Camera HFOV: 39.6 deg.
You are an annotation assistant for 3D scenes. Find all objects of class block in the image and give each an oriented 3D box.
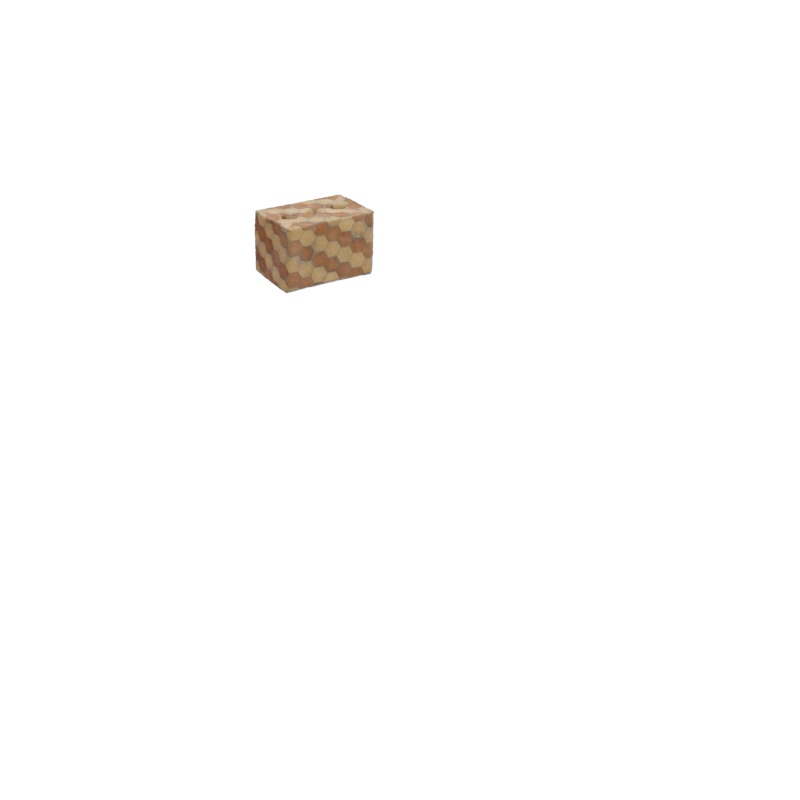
[{"bbox_3d":[-0.066,-0.121,0.848,0.077,0.049,0.056,-16,30,-30],"label":"block"}]
